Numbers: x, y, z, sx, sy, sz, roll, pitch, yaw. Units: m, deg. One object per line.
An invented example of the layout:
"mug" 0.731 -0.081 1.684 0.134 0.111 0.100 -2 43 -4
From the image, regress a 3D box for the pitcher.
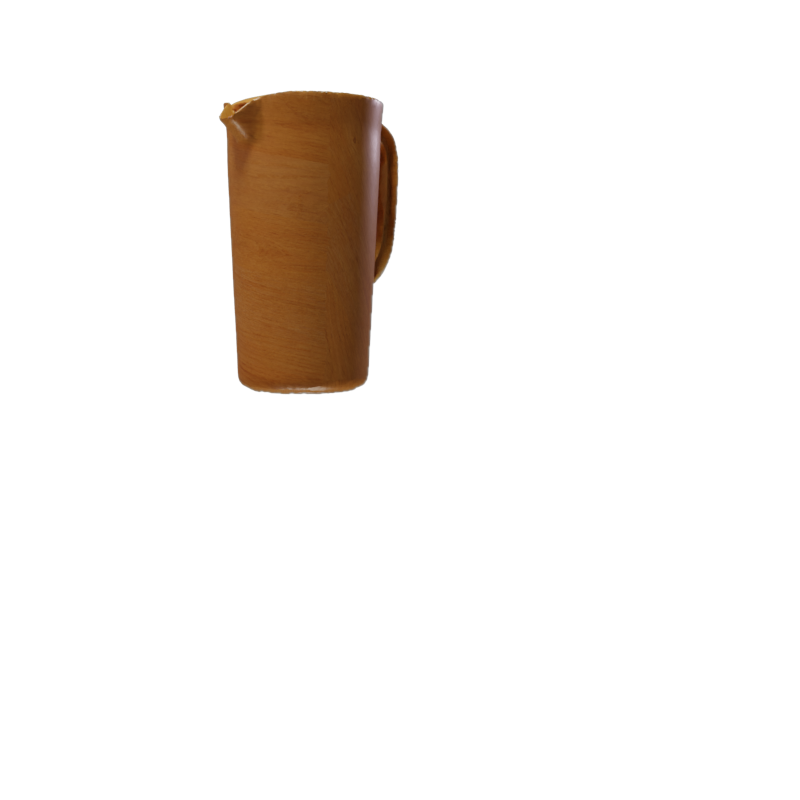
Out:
"pitcher" -0.072 -0.132 0.926 0.149 0.243 0.145 0 1 -1
